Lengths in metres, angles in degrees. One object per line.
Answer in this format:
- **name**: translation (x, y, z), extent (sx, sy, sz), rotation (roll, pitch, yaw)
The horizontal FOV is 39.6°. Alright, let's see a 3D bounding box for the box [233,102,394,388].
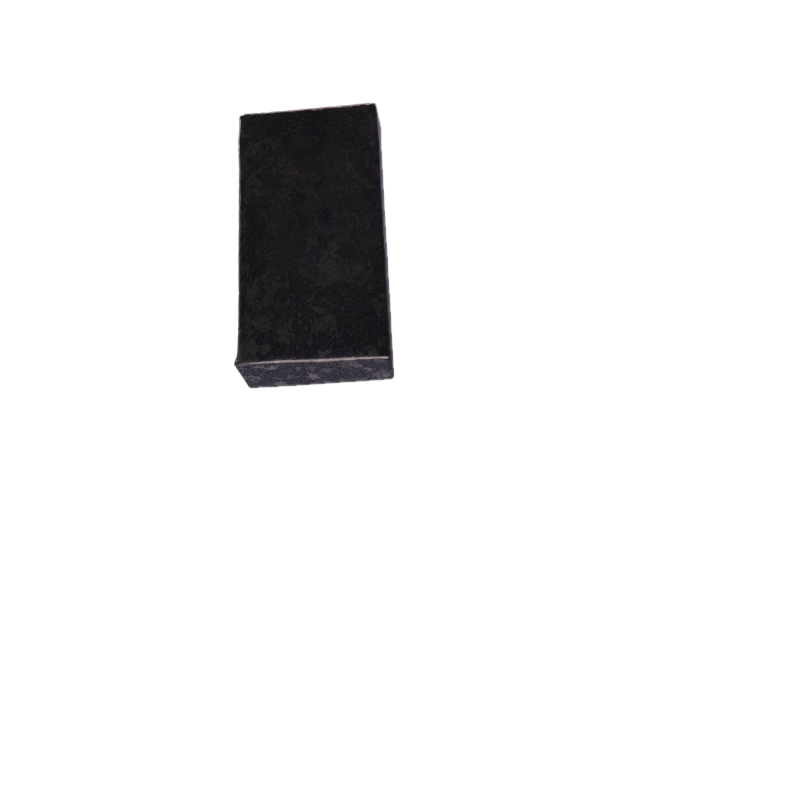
- **box**: translation (-0.054, -0.099, 0.696), extent (0.094, 0.187, 0.045), rotation (-4, -27, 5)
